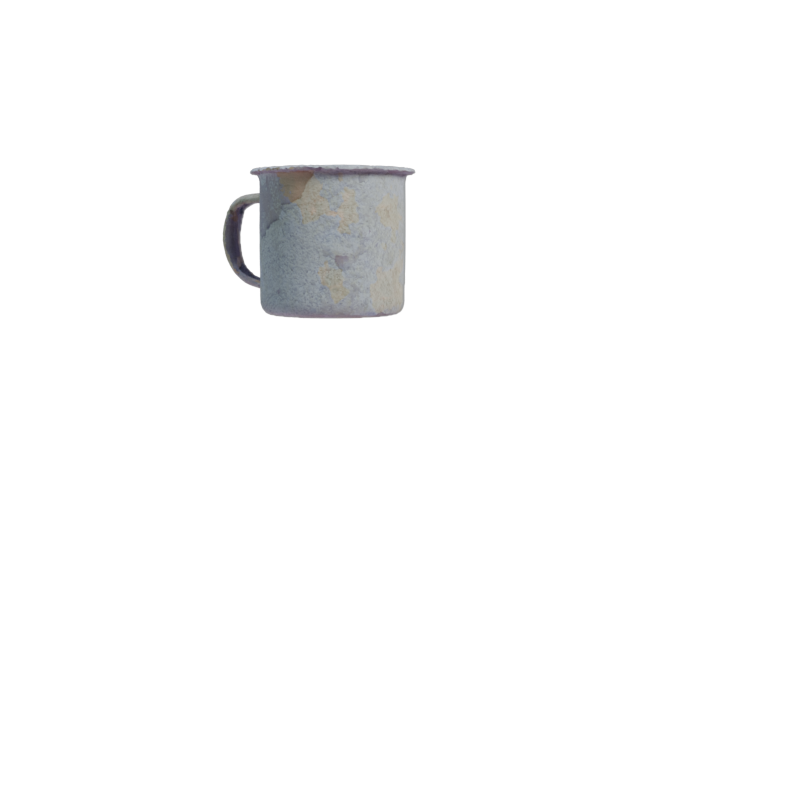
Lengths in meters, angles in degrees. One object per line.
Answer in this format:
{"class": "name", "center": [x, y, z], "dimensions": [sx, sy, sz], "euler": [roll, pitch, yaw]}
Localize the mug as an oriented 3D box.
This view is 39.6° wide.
{"class": "mug", "center": [-0.049, -0.090, 0.628], "dimensions": [0.121, 0.081, 0.091], "euler": [3, 6, 23]}
